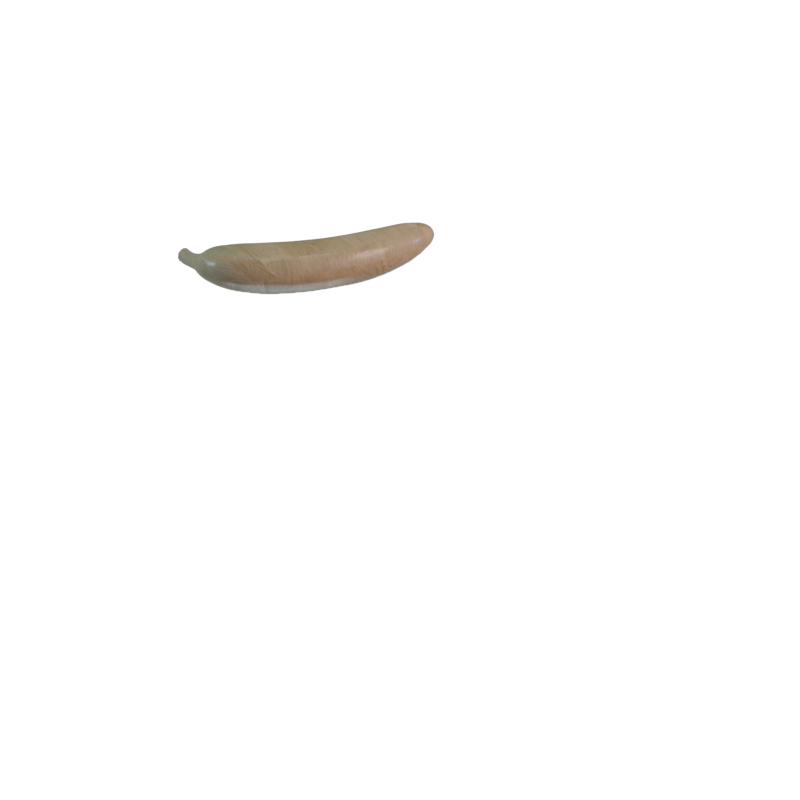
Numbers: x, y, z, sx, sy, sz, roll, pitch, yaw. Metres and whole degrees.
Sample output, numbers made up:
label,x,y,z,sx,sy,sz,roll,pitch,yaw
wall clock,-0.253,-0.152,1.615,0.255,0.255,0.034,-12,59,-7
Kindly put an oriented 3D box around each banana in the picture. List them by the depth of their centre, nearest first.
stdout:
label,x,y,z,sx,sy,sz,roll,pitch,yaw
banana,-0.066,-0.108,0.826,0.196,0.034,0.075,-5,37,-6
